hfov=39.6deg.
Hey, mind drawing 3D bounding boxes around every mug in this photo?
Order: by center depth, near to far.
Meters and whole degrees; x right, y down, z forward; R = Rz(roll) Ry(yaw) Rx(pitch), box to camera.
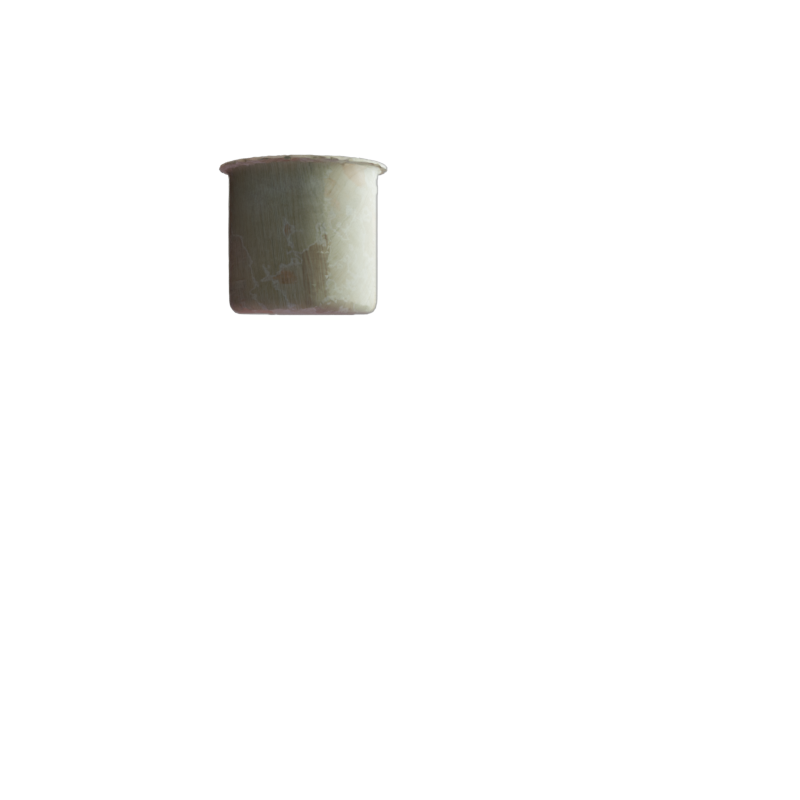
[{"bbox_3d":[-0.049,-0.088,0.620,0.096,0.082,0.113,0,1,25],"label":"mug"}]
